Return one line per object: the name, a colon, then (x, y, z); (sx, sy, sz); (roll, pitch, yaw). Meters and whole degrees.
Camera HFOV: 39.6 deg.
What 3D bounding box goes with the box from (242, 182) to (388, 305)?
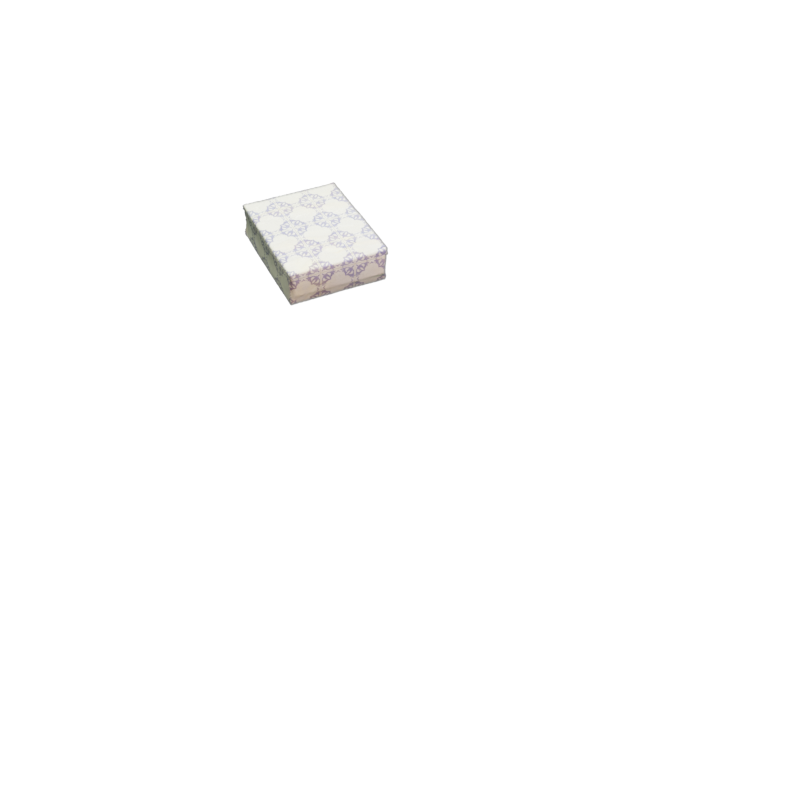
box: (-0.075, -0.137, 0.956); (0.089, 0.036, 0.123); (-16, 42, -20)
